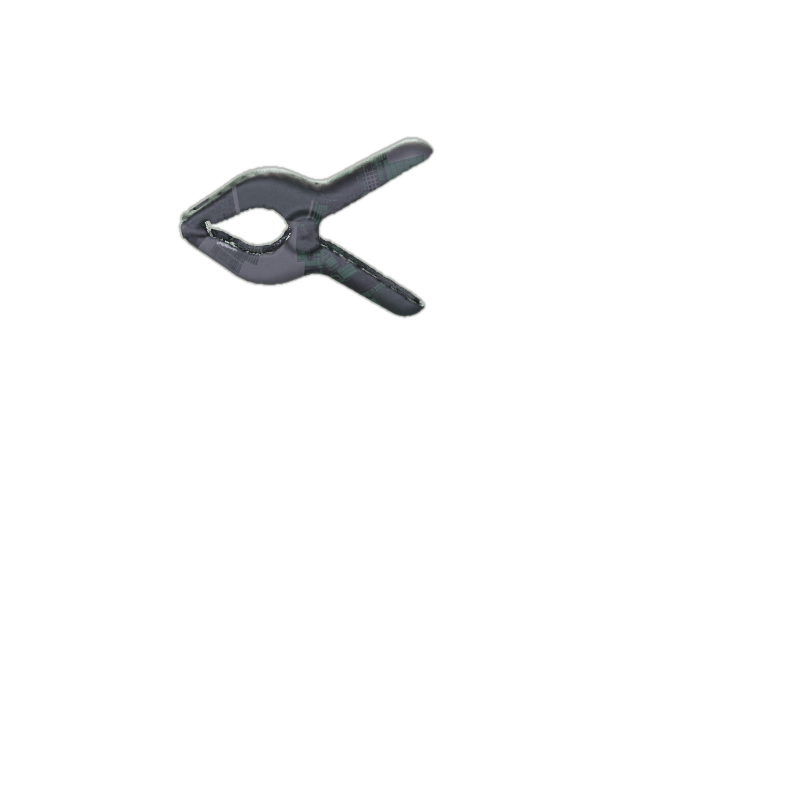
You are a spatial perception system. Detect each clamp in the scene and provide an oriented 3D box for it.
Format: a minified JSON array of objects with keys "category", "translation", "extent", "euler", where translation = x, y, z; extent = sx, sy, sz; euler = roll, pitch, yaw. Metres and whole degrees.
[{"category":"clamp","translation":[-0.058,-0.105,0.739],"extent":[0.171,0.117,0.040],"euler":[-7,10,1]}]
